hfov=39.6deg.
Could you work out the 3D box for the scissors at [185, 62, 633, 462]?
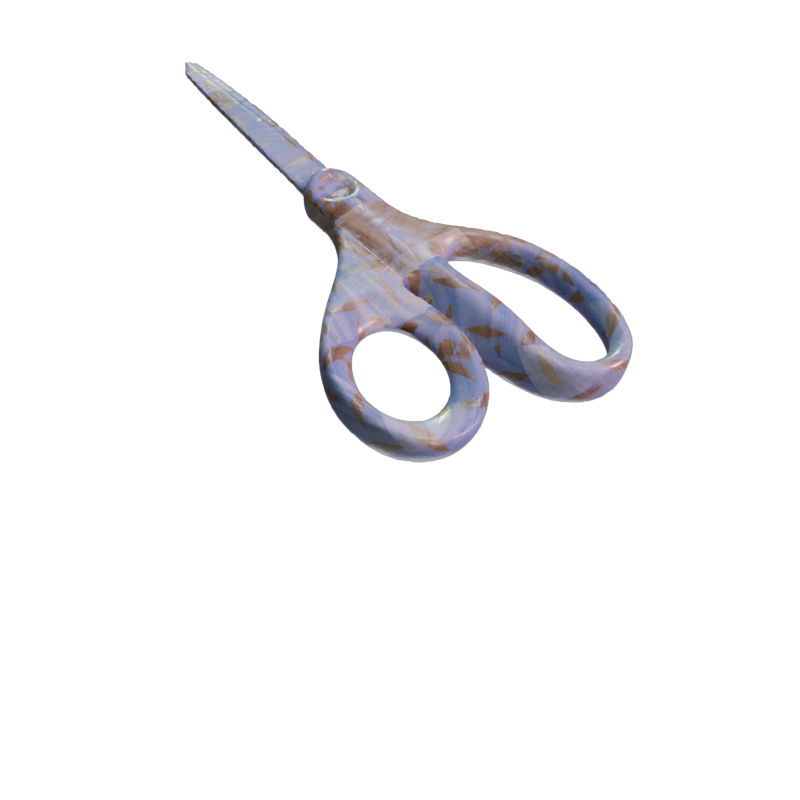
[{"bbox_3d":[-0.027,-0.050,0.348,0.213,0.015,0.097,31,54,26],"label":"scissors"}]
